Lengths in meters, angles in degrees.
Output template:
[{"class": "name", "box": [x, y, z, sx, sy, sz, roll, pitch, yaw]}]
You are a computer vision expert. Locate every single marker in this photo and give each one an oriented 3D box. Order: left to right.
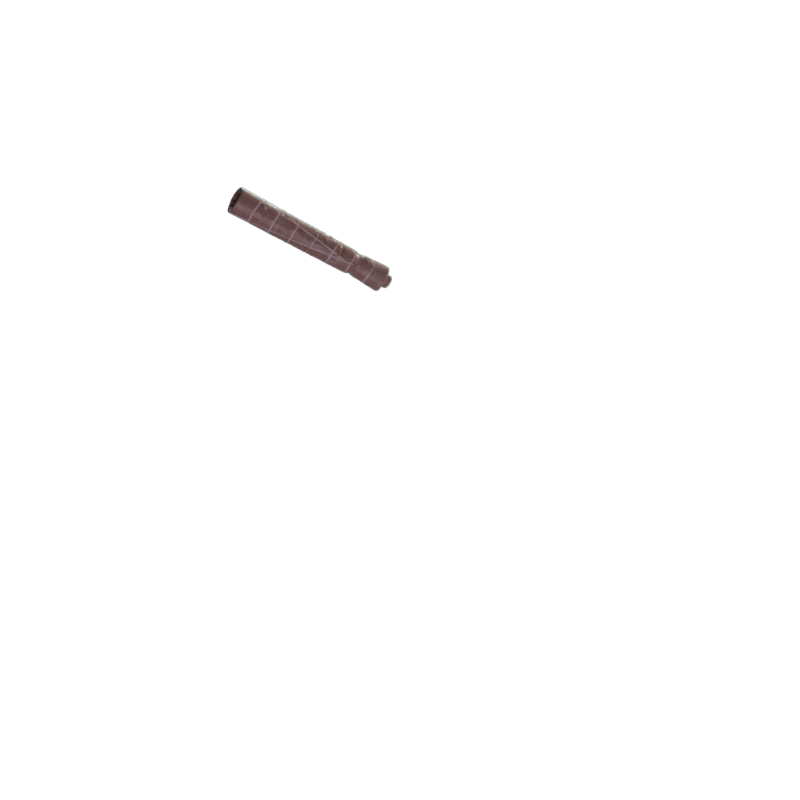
[{"class": "marker", "box": [-0.057, -0.104, 0.730, 0.116, 0.020, 0.020, 27, -6, -18]}]
